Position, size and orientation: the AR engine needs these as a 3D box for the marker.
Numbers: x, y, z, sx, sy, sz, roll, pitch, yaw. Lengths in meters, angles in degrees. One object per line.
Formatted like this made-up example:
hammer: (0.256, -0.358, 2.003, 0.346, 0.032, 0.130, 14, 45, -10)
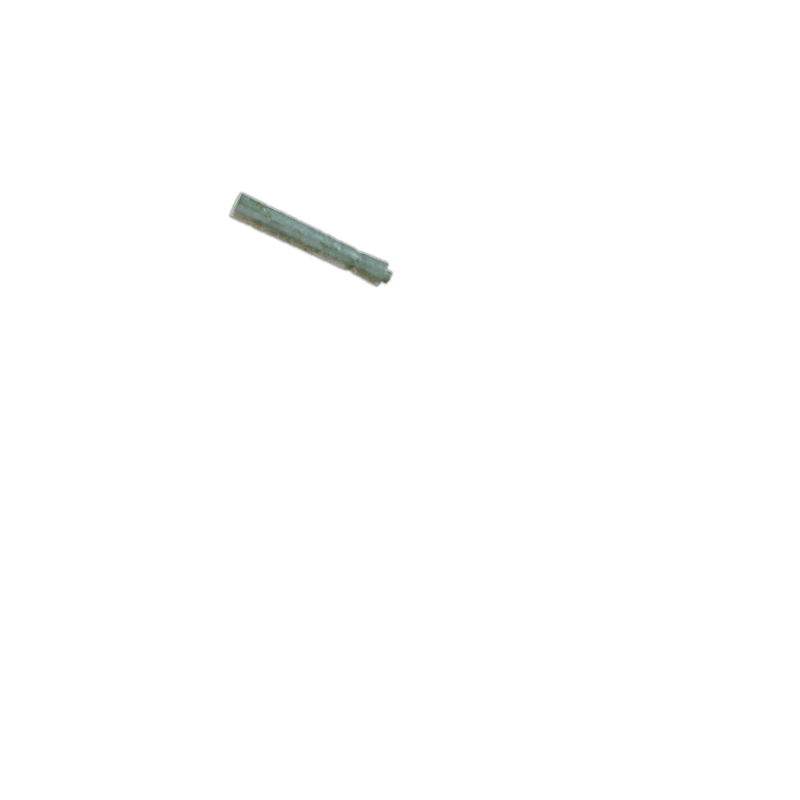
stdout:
marker: (-0.061, -0.111, 0.779, 0.119, 0.020, 0.020, 25, -1, -8)
